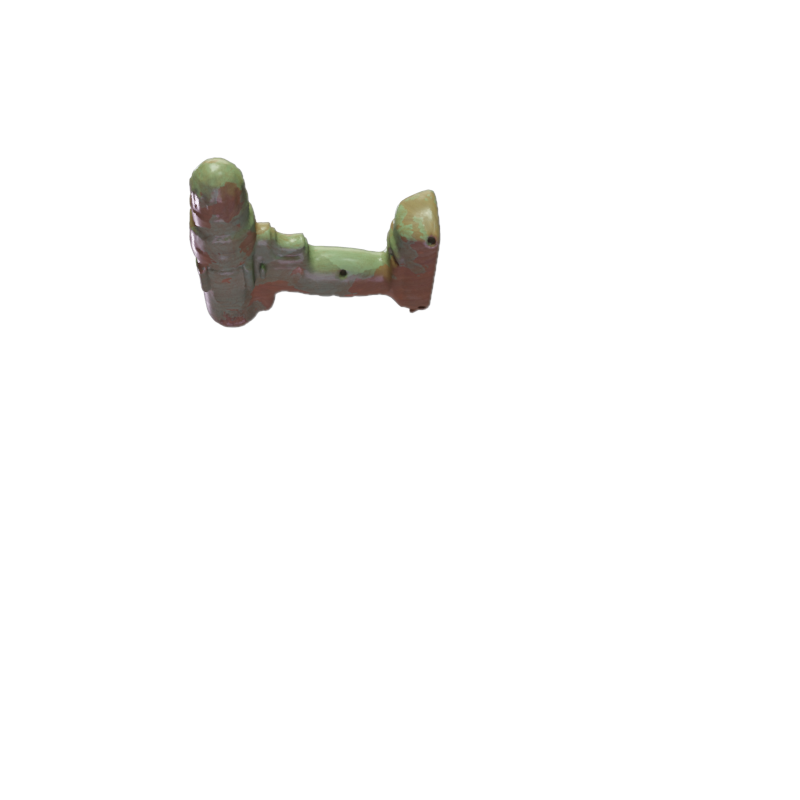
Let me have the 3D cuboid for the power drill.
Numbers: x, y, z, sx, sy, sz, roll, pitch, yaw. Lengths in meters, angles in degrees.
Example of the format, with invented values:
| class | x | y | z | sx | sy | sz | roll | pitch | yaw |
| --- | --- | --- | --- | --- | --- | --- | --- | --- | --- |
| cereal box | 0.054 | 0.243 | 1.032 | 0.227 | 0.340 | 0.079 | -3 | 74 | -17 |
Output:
| class | x | y | z | sx | sy | sz | roll | pitch | yaw |
| --- | --- | --- | --- | --- | --- | --- | --- | --- | --- |
| power drill | -0.066 | -0.121 | 0.848 | 0.187 | 0.061 | 0.173 | 0 | -30 | -1 |
